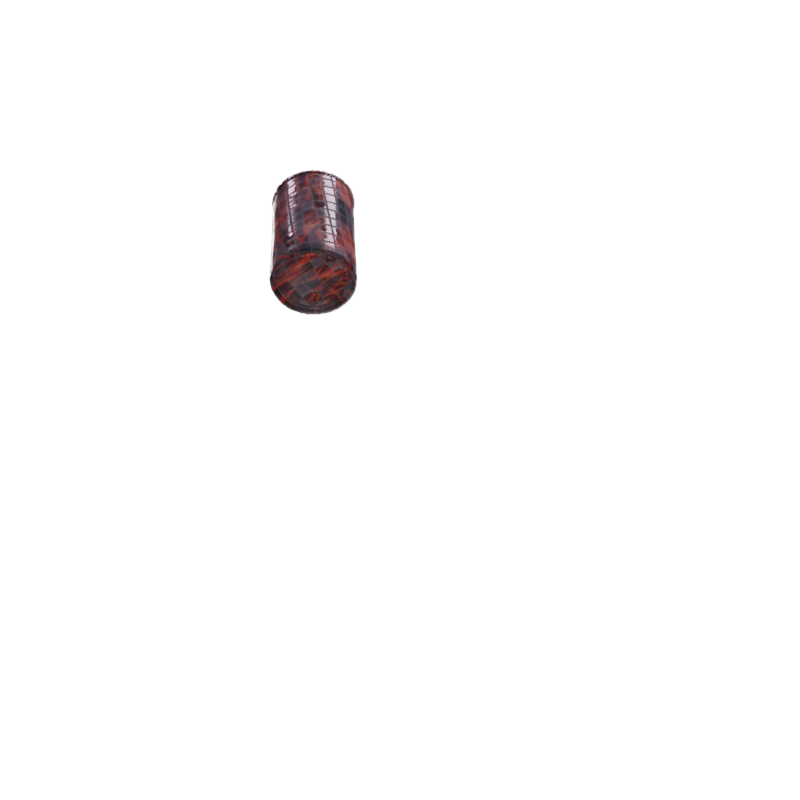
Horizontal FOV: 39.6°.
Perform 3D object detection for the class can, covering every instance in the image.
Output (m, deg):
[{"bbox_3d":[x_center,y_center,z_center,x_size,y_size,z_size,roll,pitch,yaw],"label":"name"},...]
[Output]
[{"bbox_3d":[-0.069,-0.126,0.879,0.068,0.064,0.110,-1,43,-3],"label":"can"}]
